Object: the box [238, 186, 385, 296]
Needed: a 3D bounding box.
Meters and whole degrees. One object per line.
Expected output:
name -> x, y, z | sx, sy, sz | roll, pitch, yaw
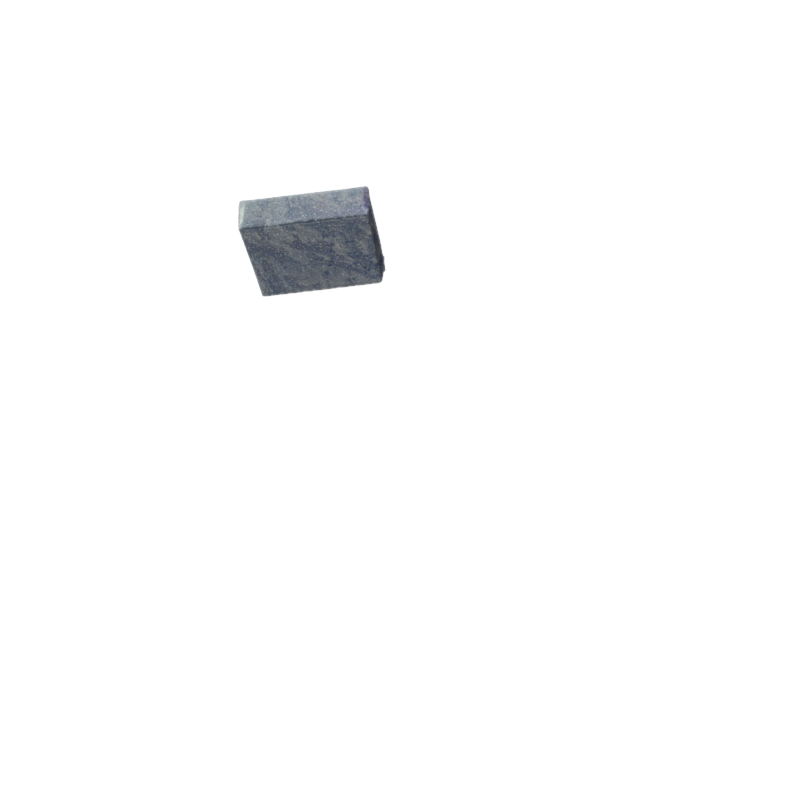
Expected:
box -> -0.059, -0.108, 0.755 | 0.090, 0.032, 0.068 | -6, -36, 8
